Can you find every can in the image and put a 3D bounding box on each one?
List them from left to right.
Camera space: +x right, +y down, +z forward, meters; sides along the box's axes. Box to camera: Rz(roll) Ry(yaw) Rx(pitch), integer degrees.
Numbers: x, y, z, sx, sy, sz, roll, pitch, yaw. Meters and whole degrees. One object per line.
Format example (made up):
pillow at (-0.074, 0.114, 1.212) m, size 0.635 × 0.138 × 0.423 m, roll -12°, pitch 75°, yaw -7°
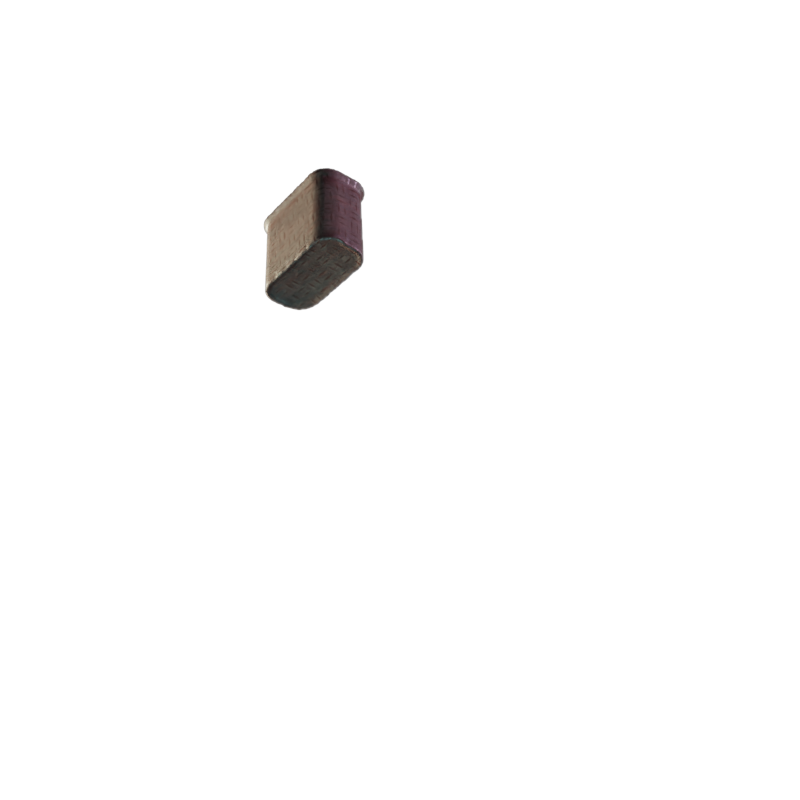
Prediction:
can at (-0.076, -0.139, 0.975) m, size 0.054 × 0.090 × 0.100 m, roll 27°, pitch -48°, yaw -30°
